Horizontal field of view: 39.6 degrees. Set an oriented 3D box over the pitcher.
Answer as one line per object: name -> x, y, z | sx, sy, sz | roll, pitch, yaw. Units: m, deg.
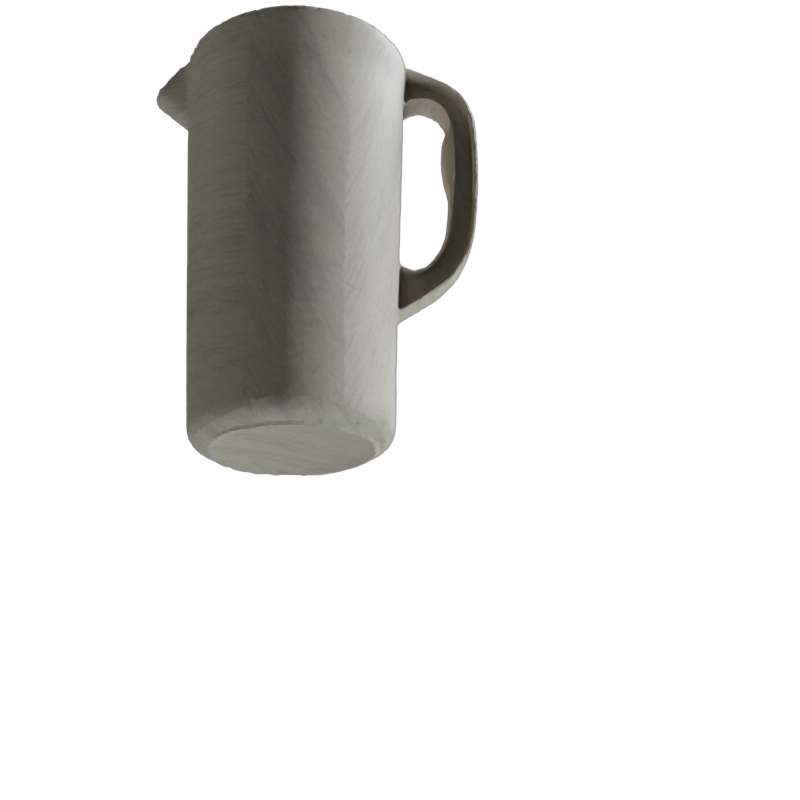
pitcher -> -0.049, -0.089, 0.621 | 0.150, 0.257, 0.136 | -21, -32, 36
